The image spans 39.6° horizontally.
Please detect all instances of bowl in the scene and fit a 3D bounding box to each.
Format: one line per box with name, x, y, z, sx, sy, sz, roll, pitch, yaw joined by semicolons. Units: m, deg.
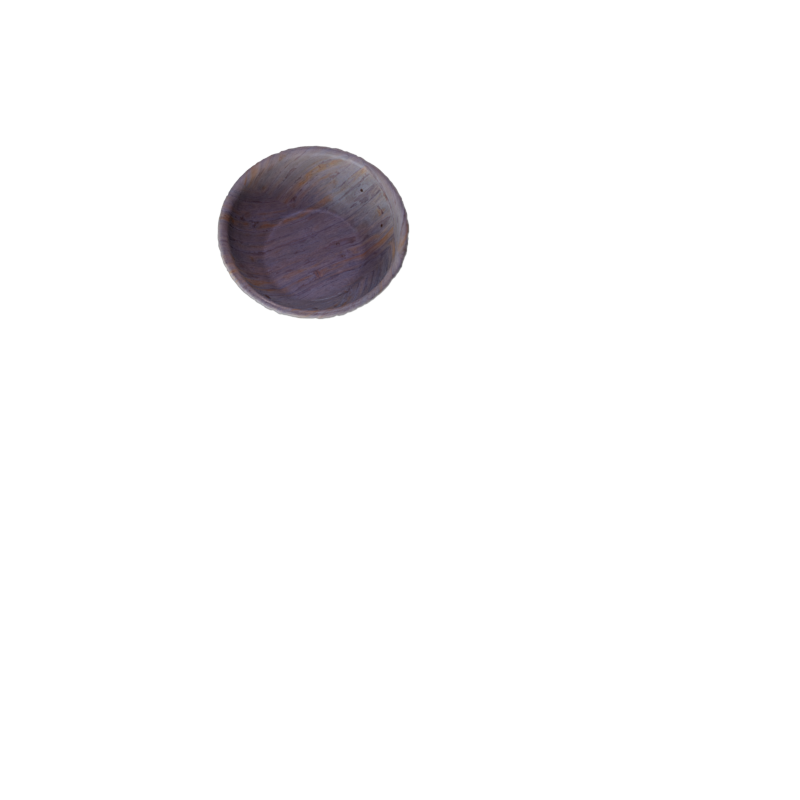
bowl;-0.075;-0.136;0.955;0.162;0.171;0.052;-1;-23;-1
